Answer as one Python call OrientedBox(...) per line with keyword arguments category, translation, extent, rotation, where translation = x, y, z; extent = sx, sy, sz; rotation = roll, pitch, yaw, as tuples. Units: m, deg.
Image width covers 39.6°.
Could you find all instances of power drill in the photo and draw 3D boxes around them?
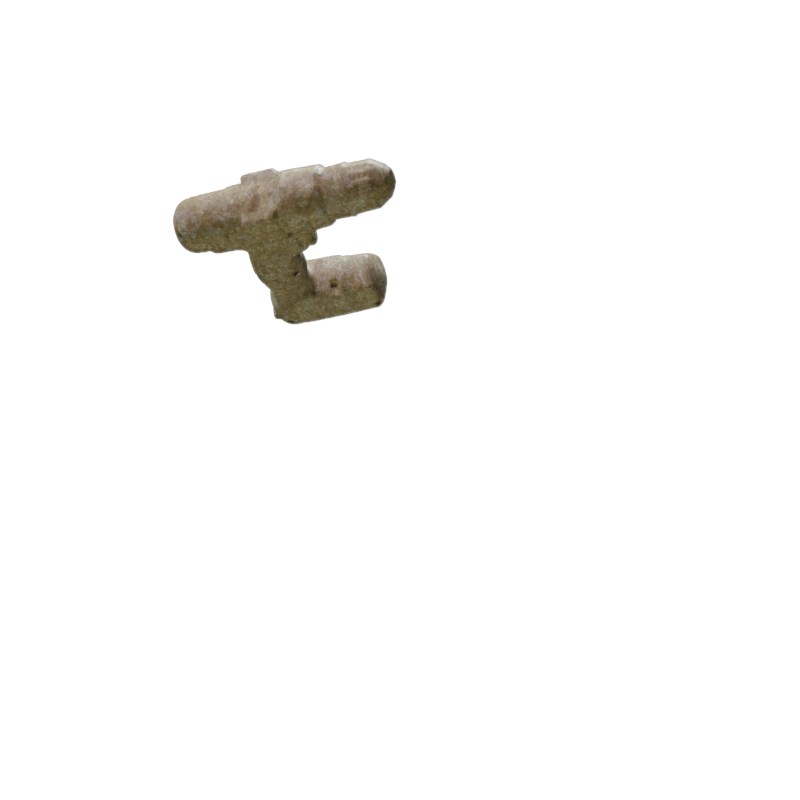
OrientedBox(category="power drill", translation=(-0.073, -0.133, 0.934), extent=(0.187, 0.061, 0.174), rotation=(-8, -25, 17))
